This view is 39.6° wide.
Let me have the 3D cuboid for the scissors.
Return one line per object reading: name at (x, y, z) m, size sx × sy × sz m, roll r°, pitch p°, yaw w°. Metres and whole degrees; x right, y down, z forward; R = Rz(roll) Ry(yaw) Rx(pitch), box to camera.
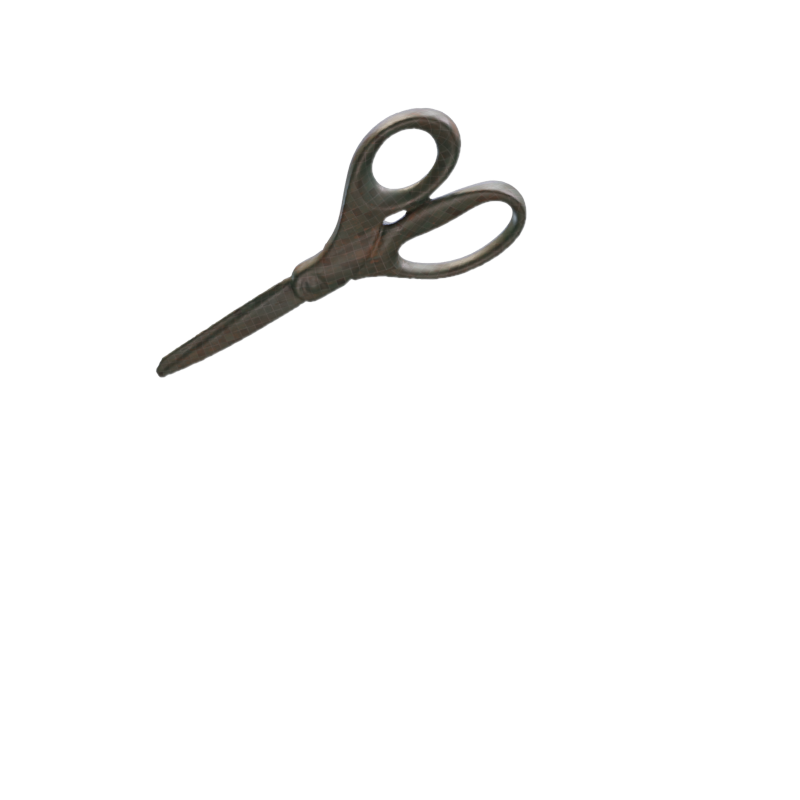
scissors at (-0.042, -0.076, 0.532) m, size 0.203 × 0.090 × 0.017 m, roll -16°, pitch 28°, yaw 9°
